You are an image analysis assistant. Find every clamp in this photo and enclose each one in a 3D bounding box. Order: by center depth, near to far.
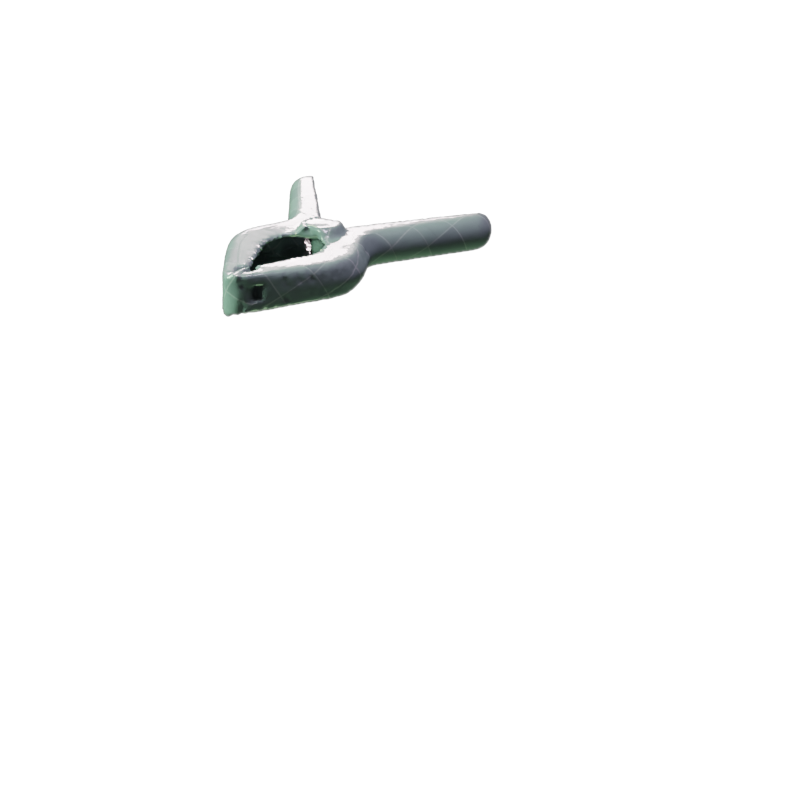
[{"bbox_3d":[-0.059,-0.108,0.759,0.174,0.034,0.209,20,33,33],"label":"clamp"}]
